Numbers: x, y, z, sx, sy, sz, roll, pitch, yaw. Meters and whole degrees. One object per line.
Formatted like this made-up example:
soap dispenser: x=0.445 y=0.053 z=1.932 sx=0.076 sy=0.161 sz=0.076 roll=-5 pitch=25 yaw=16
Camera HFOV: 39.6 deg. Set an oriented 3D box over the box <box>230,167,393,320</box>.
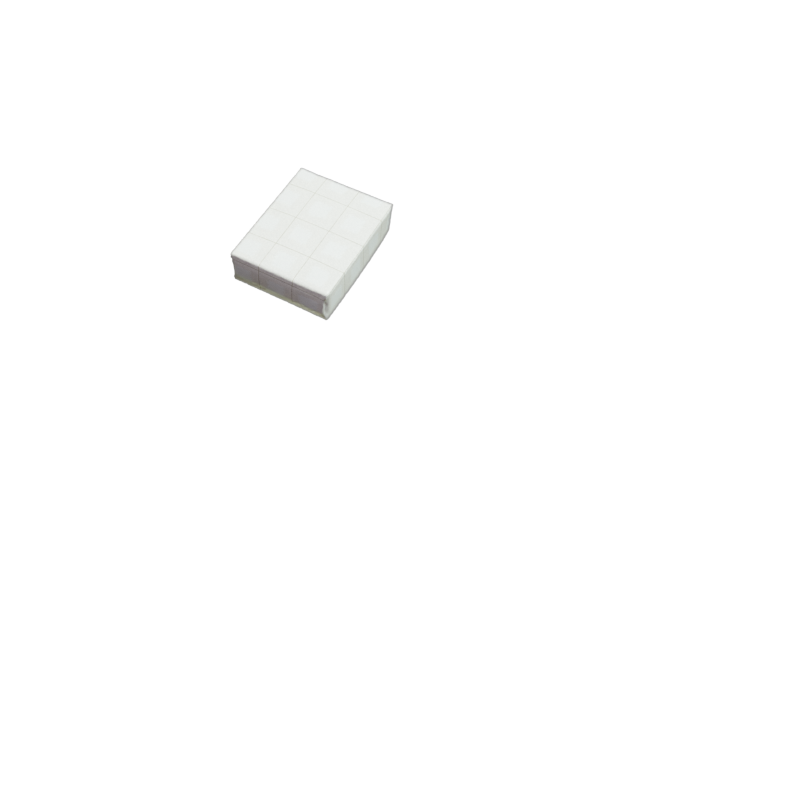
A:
box: x=-0.071 y=-0.129 z=0.904 sx=0.093 sy=0.117 sz=0.036 roll=23 pitch=-35 yaw=17
